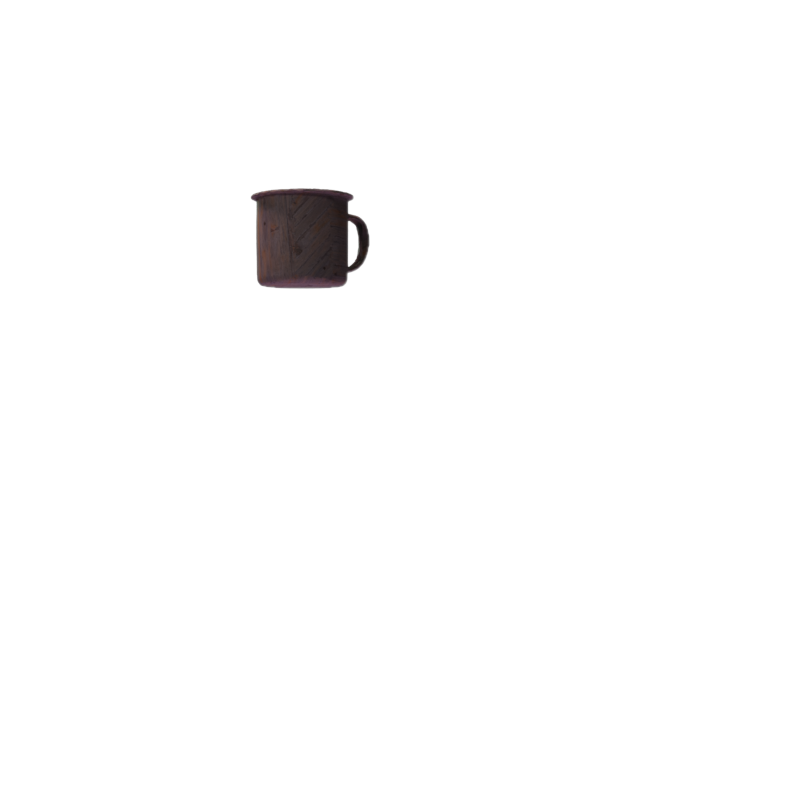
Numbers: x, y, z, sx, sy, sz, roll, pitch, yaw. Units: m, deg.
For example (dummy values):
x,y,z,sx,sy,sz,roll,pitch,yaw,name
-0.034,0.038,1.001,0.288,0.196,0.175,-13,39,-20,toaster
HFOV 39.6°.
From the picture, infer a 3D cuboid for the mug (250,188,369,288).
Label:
x,y,z,sx,sy,sz,roll,pitch,yaw,name
-0.078,-0.143,1.000,0.112,0.082,0.096,1,-2,-37,mug
